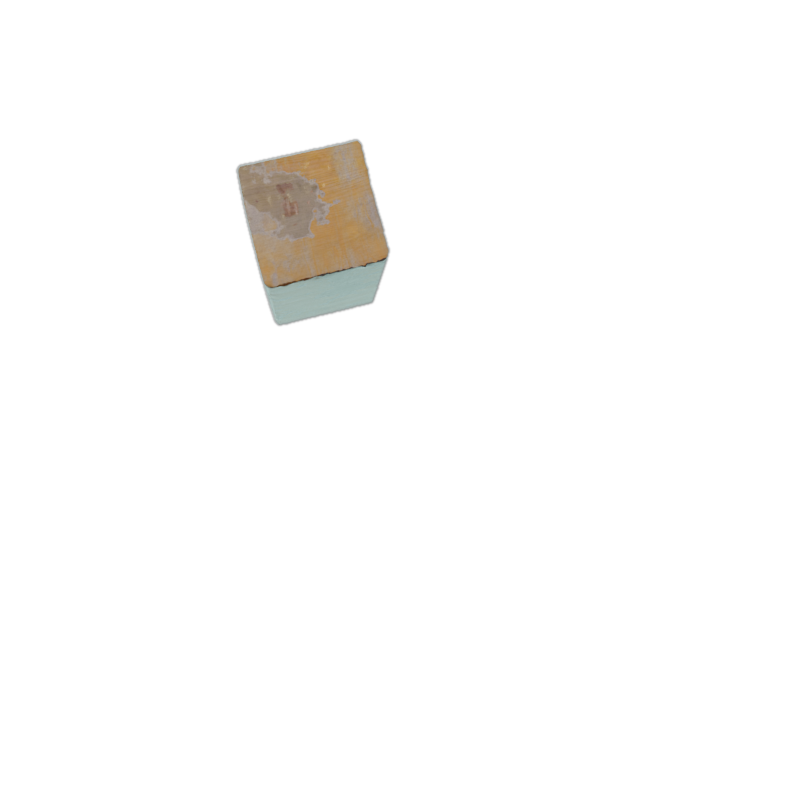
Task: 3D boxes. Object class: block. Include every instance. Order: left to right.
[{"bbox_3d":[-0.067,-0.122,0.861,0.090,0.092,0.202,-14,-4,-5],"label":"block"}]
